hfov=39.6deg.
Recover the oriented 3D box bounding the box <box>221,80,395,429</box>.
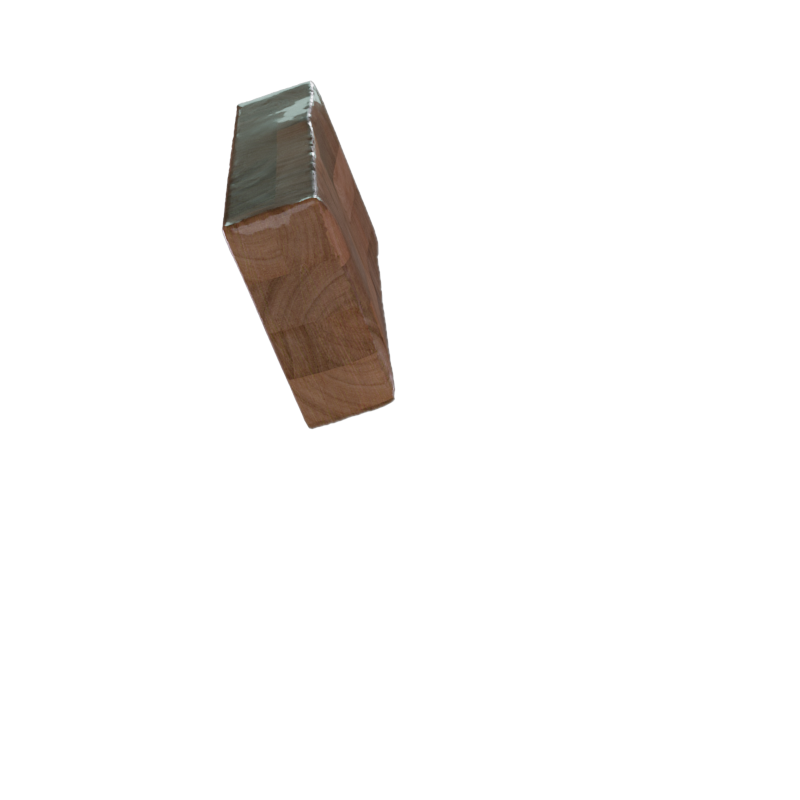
[{"bbox_3d":[-0.062,-0.113,0.790,0.072,0.153,0.228,-17,32,7],"label":"box"}]
